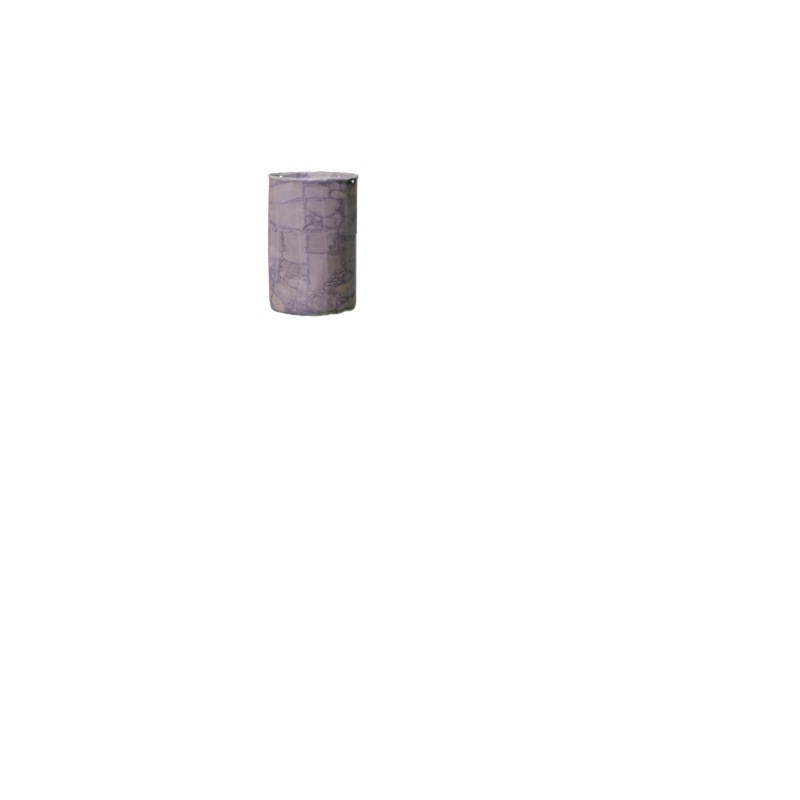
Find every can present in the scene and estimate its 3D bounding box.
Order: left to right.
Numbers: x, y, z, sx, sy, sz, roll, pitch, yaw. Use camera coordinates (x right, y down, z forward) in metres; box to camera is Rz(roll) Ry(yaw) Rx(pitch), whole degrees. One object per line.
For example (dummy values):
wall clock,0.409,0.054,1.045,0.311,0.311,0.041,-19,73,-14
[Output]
can,-0.066,-0.120,0.838,0.068,0.100,0.070,0,10,-2
